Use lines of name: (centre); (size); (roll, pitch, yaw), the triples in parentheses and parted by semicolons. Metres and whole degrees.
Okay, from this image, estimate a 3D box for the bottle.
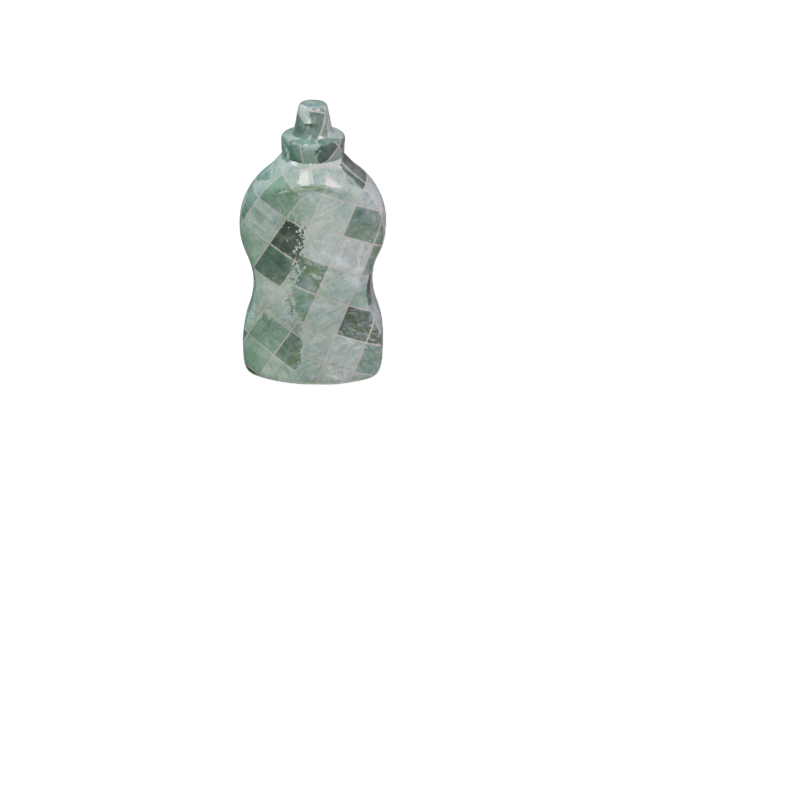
bottle: (-0.058, -0.105, 0.736); (0.097, 0.182, 0.061); (3, 26, 3)
